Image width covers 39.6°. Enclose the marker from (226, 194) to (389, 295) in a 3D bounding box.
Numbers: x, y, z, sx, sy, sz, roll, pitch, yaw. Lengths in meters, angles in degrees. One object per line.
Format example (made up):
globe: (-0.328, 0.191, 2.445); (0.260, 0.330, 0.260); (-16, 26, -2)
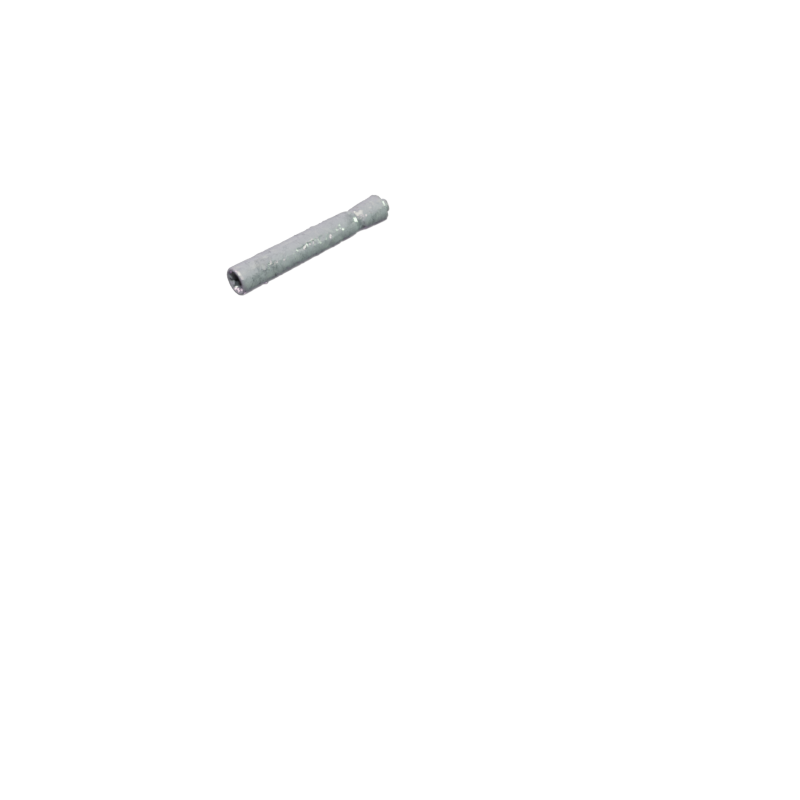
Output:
marker: (-0.054, -0.099, 0.695); (0.121, 0.019, 0.021); (-32, 21, -29)
